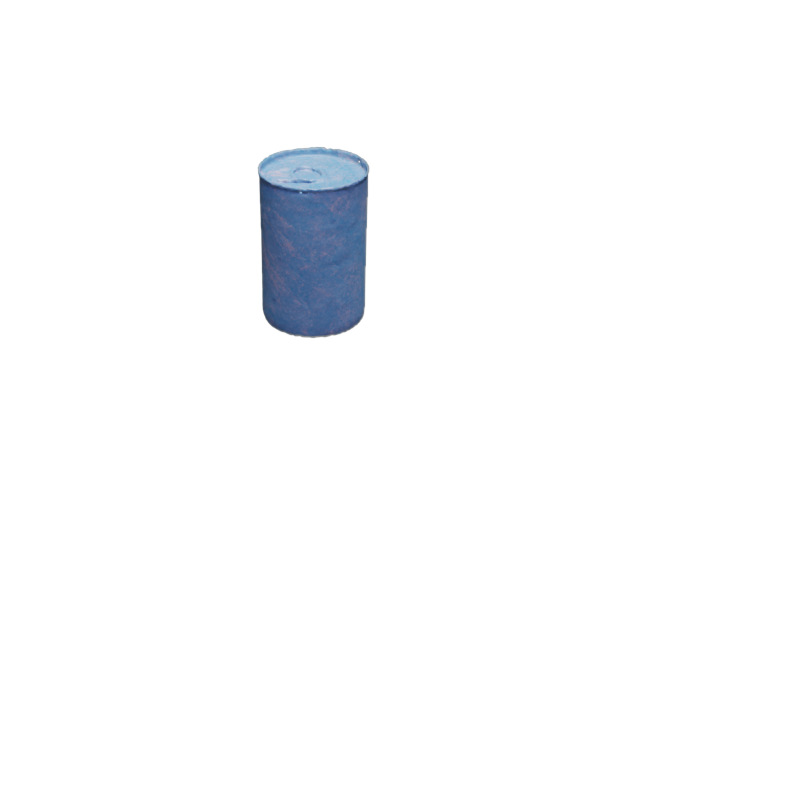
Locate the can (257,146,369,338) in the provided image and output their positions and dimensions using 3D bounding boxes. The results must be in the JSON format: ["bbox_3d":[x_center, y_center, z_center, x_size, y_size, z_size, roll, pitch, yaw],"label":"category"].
[{"bbox_3d":[-0.054,-0.099,0.695,0.068,0.096,0.073,0,29,-2],"label":"can"}]
